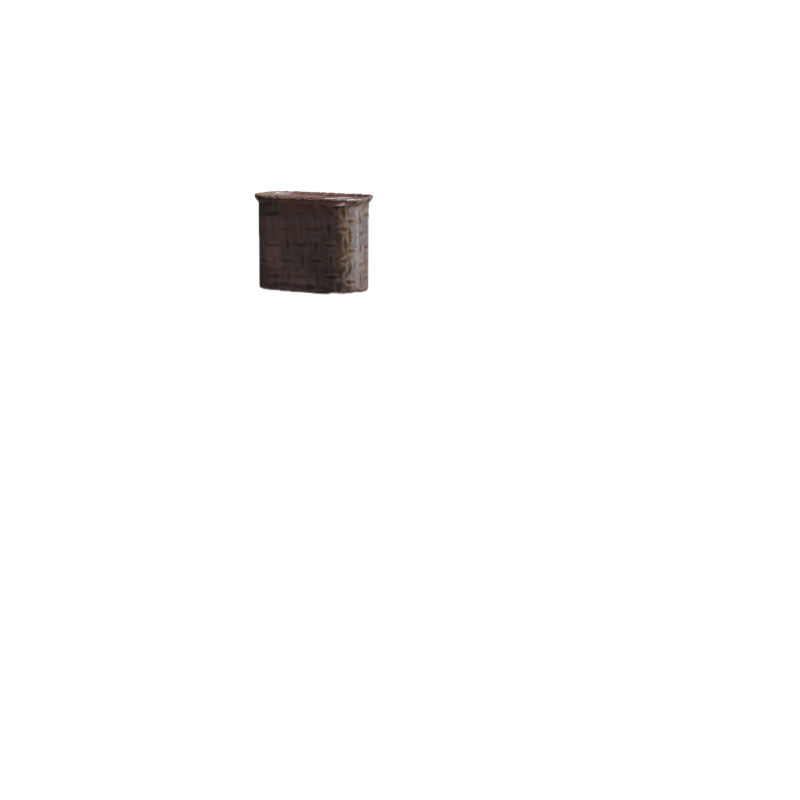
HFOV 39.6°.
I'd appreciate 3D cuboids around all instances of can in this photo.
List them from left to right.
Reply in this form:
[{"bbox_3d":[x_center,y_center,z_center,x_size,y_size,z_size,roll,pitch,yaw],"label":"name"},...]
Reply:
[{"bbox_3d":[-0.076,-0.139,0.972,0.106,0.082,0.057,6,11,25],"label":"can"}]
